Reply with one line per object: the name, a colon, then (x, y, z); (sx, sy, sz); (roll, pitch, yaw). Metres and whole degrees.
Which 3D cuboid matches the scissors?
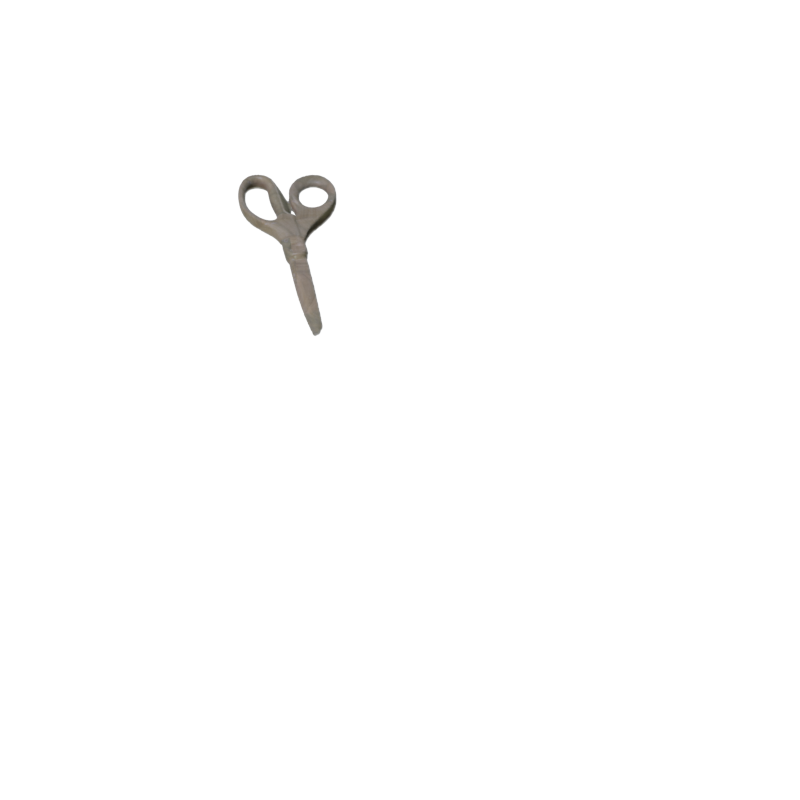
scissors: (-0.074, -0.136, 0.950); (0.095, 0.015, 0.218); (-20, 49, -19)
